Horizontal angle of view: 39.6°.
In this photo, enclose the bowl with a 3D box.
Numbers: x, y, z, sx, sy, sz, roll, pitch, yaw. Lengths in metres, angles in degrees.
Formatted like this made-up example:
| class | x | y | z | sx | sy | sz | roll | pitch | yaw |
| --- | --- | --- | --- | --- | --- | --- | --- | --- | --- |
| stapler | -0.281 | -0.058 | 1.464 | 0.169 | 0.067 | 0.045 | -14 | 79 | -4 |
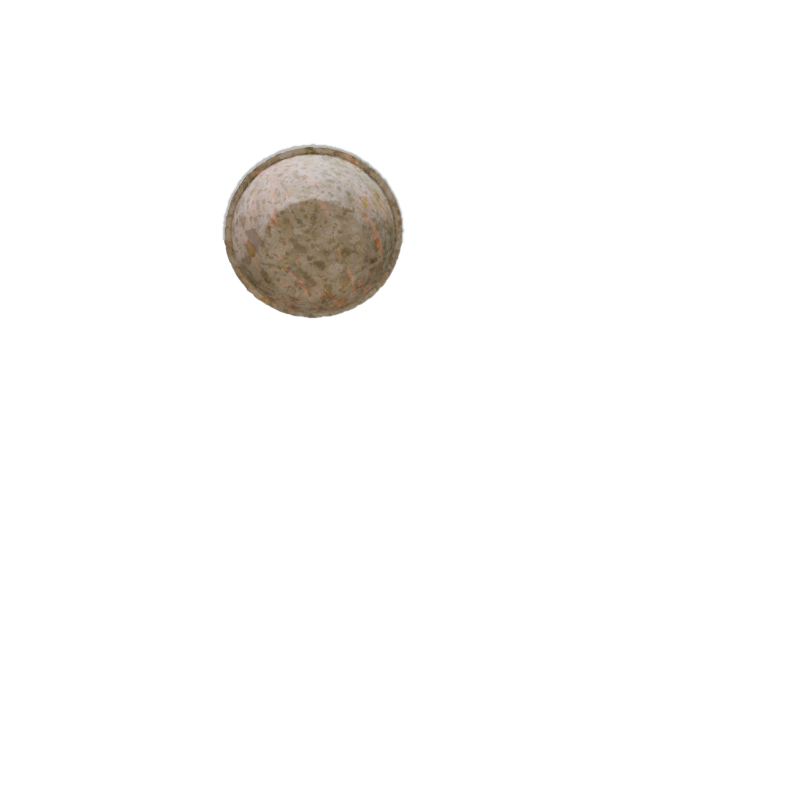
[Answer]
| class | x | y | z | sx | sy | sz | roll | pitch | yaw |
| --- | --- | --- | --- | --- | --- | --- | --- | --- | --- |
| bowl | -0.076 | -0.139 | 0.976 | 0.162 | 0.156 | 0.057 | 0 | 18 | -1 |
